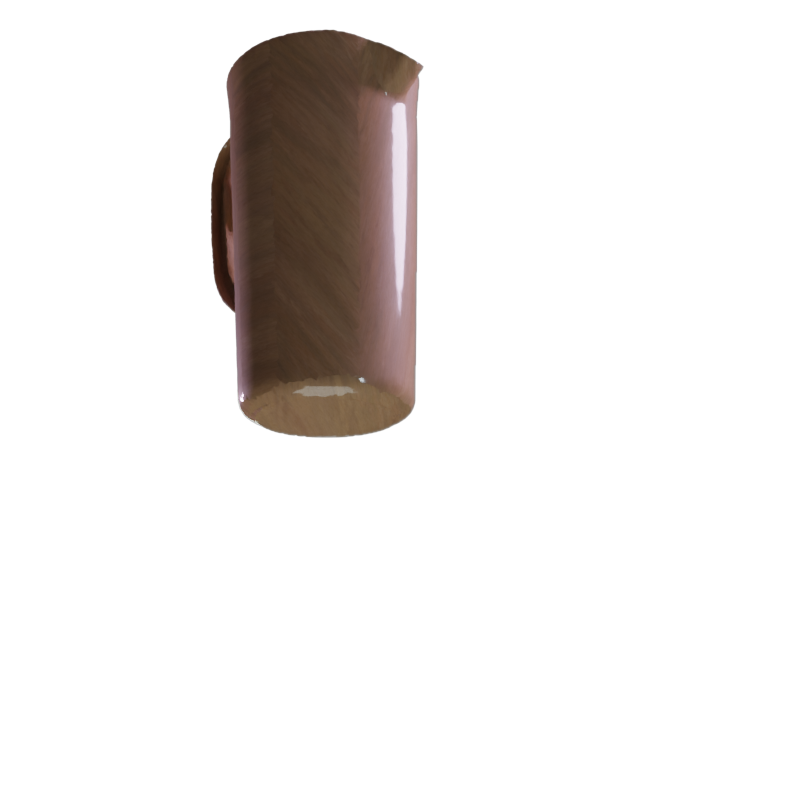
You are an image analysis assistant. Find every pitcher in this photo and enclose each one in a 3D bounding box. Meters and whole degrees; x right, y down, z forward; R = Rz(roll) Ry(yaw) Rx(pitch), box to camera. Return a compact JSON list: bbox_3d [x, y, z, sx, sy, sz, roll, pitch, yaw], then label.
[{"bbox_3d":[-0.057,-0.103,0.724,0.144,0.256,0.142,0,-22,-4],"label":"pitcher"}]
